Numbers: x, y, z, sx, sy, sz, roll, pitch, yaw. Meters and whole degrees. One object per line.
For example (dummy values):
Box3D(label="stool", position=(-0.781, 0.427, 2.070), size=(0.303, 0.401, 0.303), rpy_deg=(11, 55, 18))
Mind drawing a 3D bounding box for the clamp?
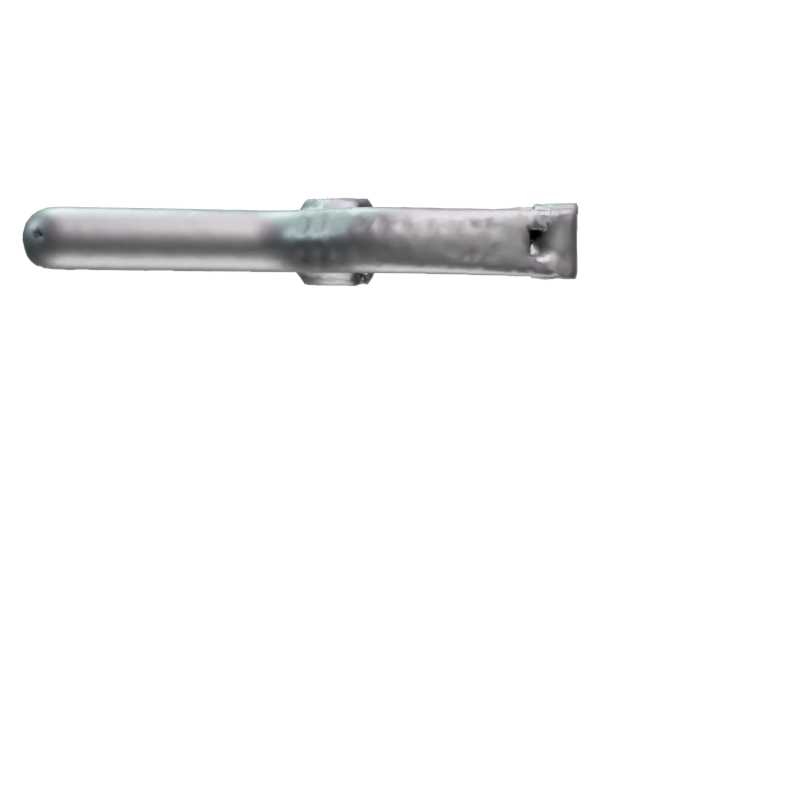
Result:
Box3D(label="clamp", position=(-0.036, -0.065, 0.456), size=(0.218, 0.036, 0.160), rpy_deg=(5, 9, 31))
